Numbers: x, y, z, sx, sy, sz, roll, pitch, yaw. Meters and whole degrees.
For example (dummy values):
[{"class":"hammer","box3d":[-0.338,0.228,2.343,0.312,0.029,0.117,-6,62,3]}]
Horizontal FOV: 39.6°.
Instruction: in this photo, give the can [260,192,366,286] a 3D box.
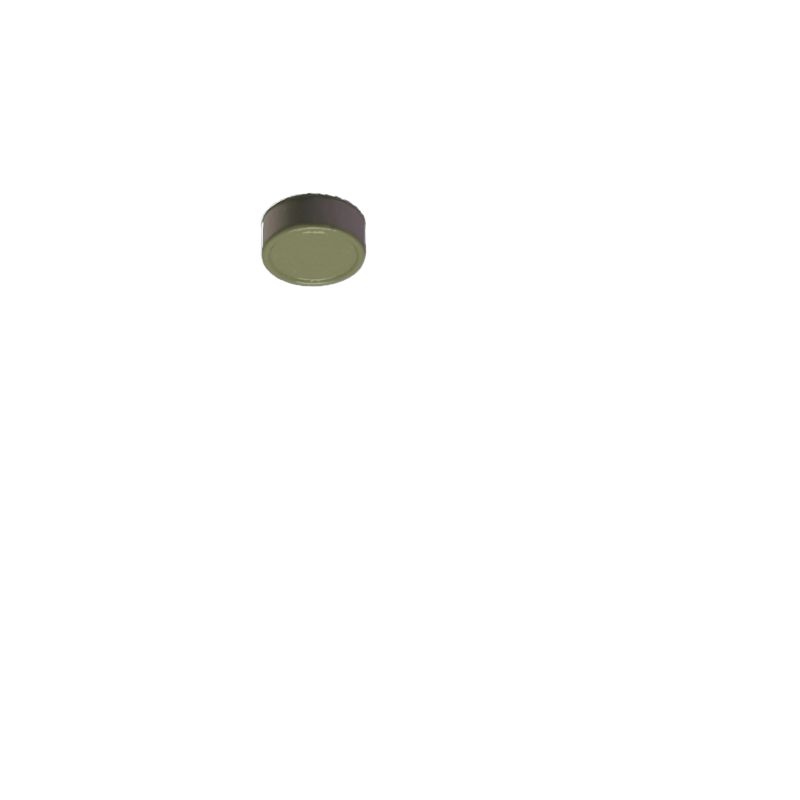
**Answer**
[{"class":"can","box3d":[-0.070,-0.128,0.893,0.086,0.036,0.080,1,-31,-2]}]
